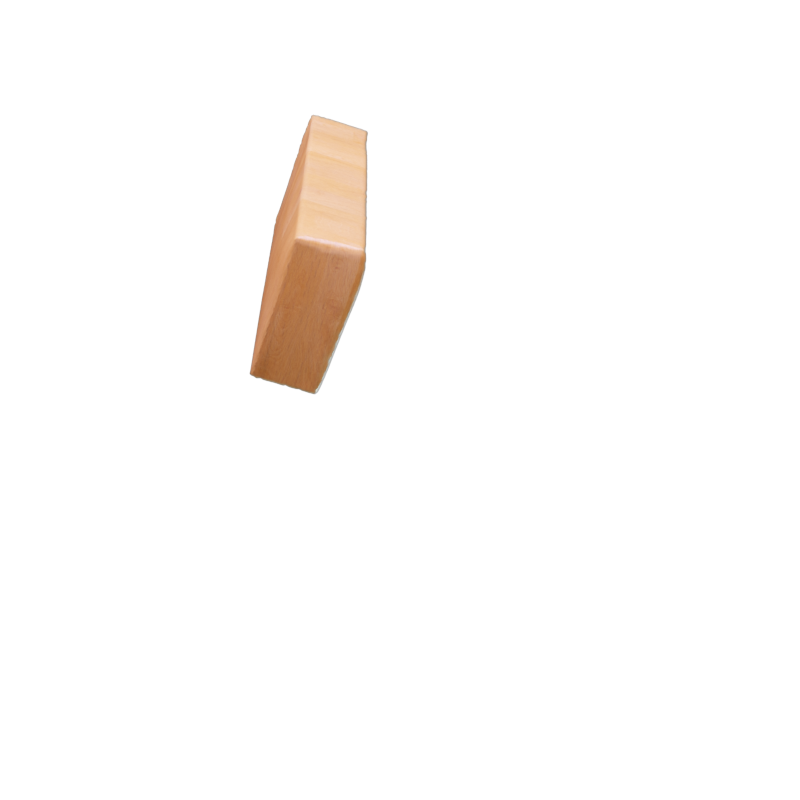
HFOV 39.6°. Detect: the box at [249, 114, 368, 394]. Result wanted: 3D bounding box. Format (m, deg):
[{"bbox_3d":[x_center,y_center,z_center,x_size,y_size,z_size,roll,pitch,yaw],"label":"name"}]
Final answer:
[{"bbox_3d":[-0.052,-0.094,0.660,0.047,0.089,0.188,15,31,-14],"label":"box"}]
